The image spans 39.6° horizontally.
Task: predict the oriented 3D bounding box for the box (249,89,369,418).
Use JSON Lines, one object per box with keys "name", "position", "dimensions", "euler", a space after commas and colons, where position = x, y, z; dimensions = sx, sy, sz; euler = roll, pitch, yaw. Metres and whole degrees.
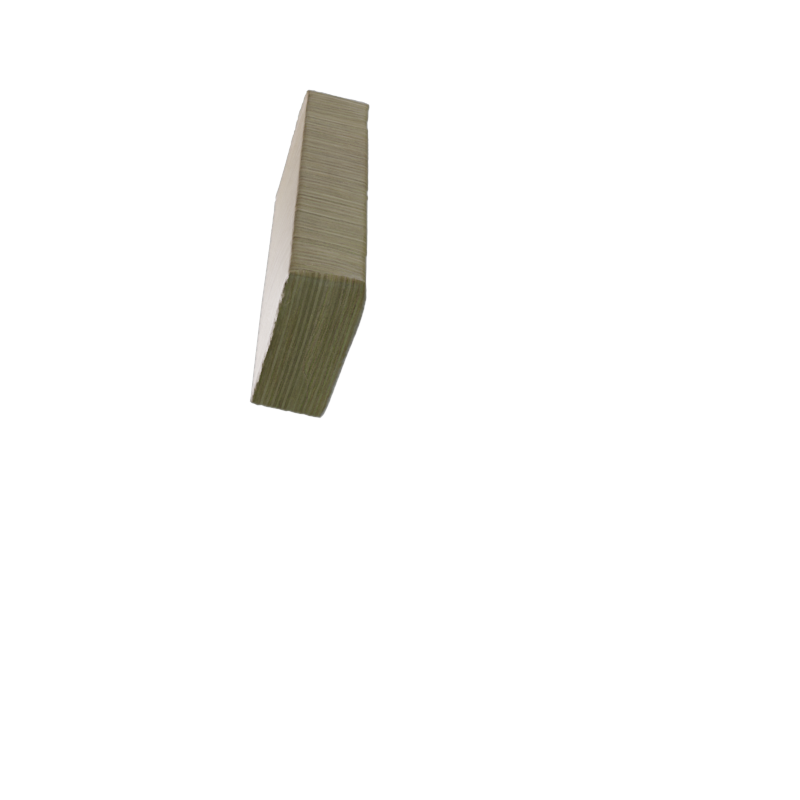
{"name": "box", "position": [-0.048, -0.088, 0.614], "dimensions": [0.047, 0.089, 0.189], "euler": [11, 40, -14]}
